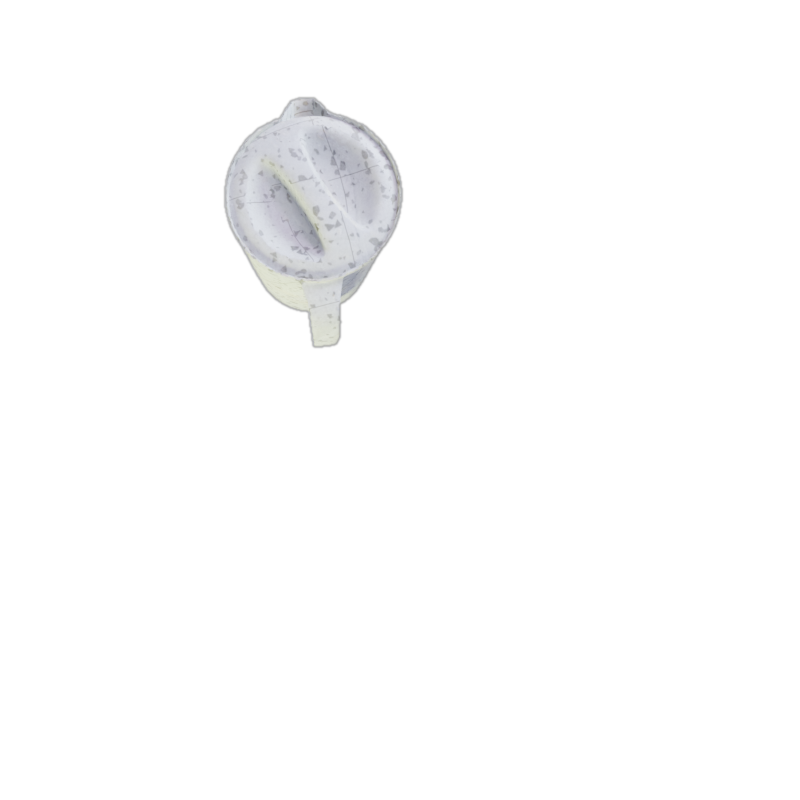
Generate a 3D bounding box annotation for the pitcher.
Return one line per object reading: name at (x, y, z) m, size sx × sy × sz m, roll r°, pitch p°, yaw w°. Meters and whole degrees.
pitcher at (-0.074, -0.134, 0.940) m, size 0.147 × 0.151 × 0.238 m, roll 38°, pitch -8°, yaw 2°
